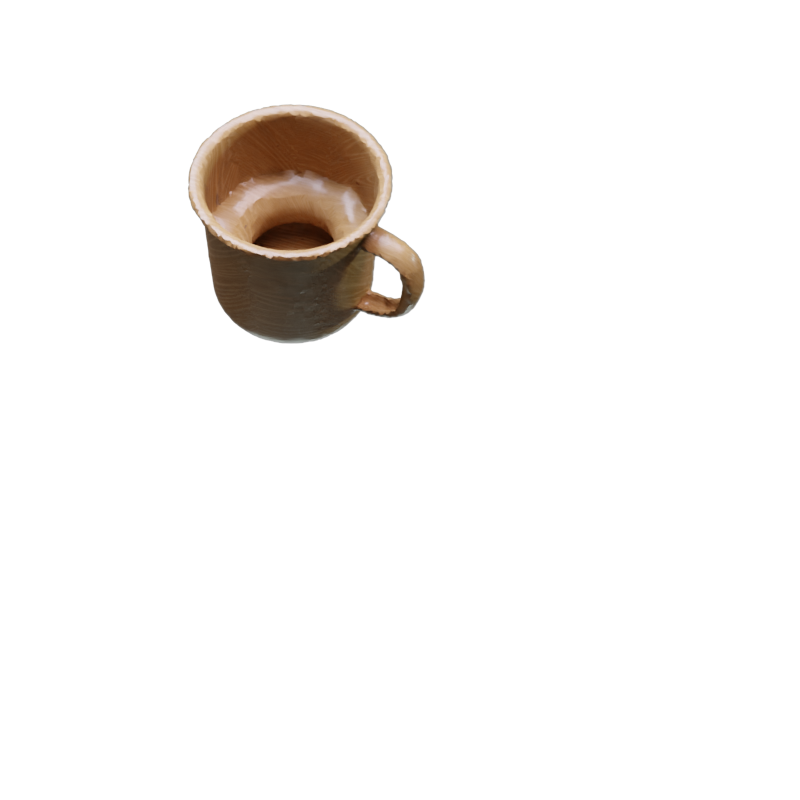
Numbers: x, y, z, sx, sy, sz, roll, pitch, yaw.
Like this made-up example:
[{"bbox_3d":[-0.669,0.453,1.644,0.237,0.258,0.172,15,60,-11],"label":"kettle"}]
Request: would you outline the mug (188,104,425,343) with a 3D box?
[{"bbox_3d":[-0.041,-0.076,0.530,0.121,0.096,0.076,25,-31,15],"label":"mug"}]
